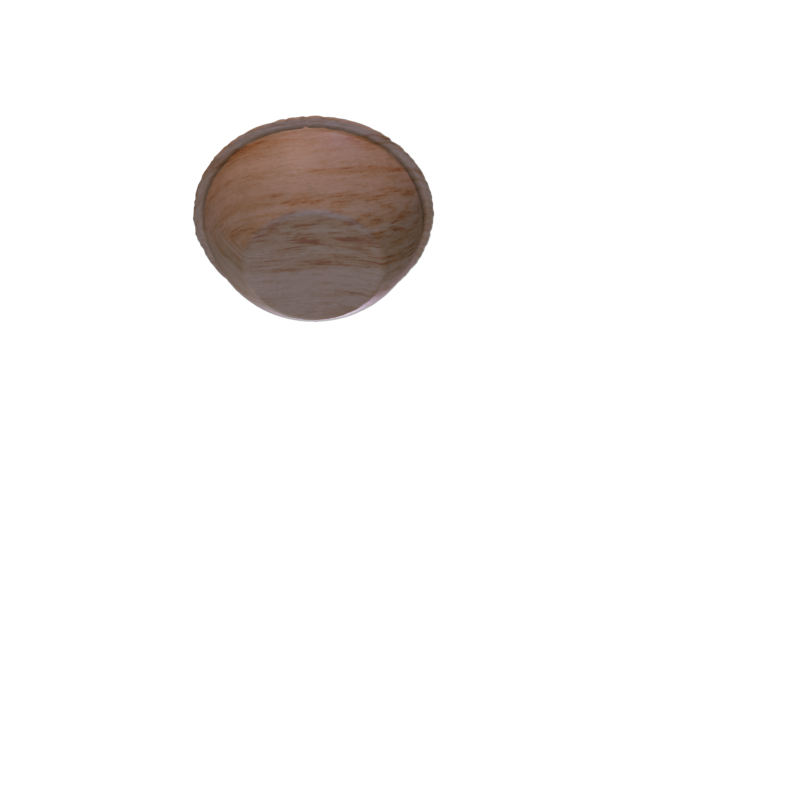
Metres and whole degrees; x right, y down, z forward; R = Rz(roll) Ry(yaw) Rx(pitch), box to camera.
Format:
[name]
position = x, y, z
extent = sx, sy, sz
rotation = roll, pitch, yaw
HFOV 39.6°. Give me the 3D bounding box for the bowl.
[bowl]
position = -0.057, -0.103, 0.725
extent = 0.162, 0.151, 0.059
rotation = 1, 41, -1
